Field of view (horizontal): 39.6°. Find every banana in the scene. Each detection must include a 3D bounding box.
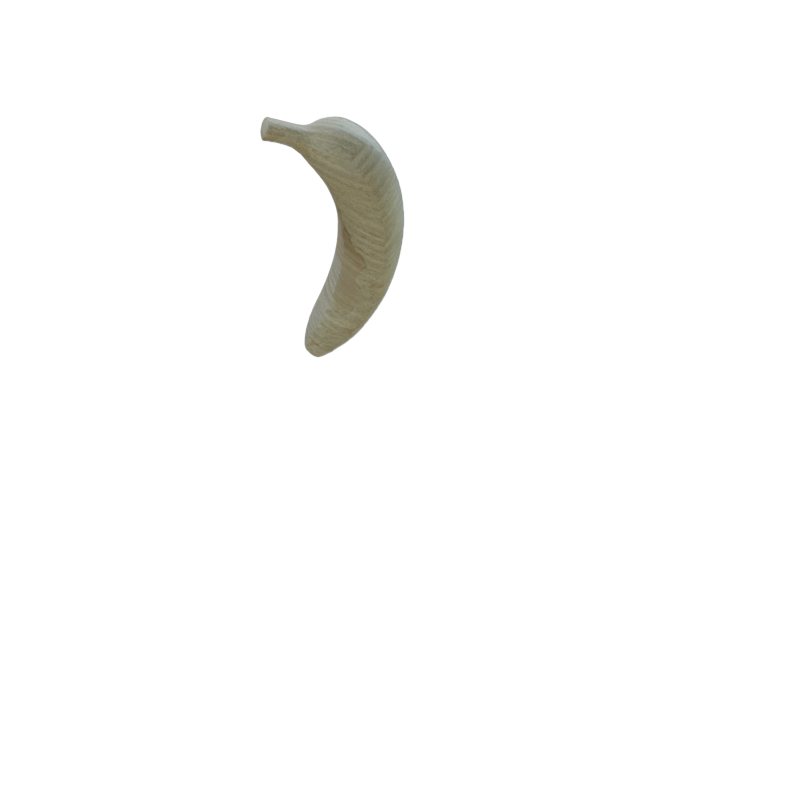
[{"bbox_3d":[-0.032,-0.095,0.633,0.070,0.039,0.183,-3,-39,3],"label":"banana"}]
